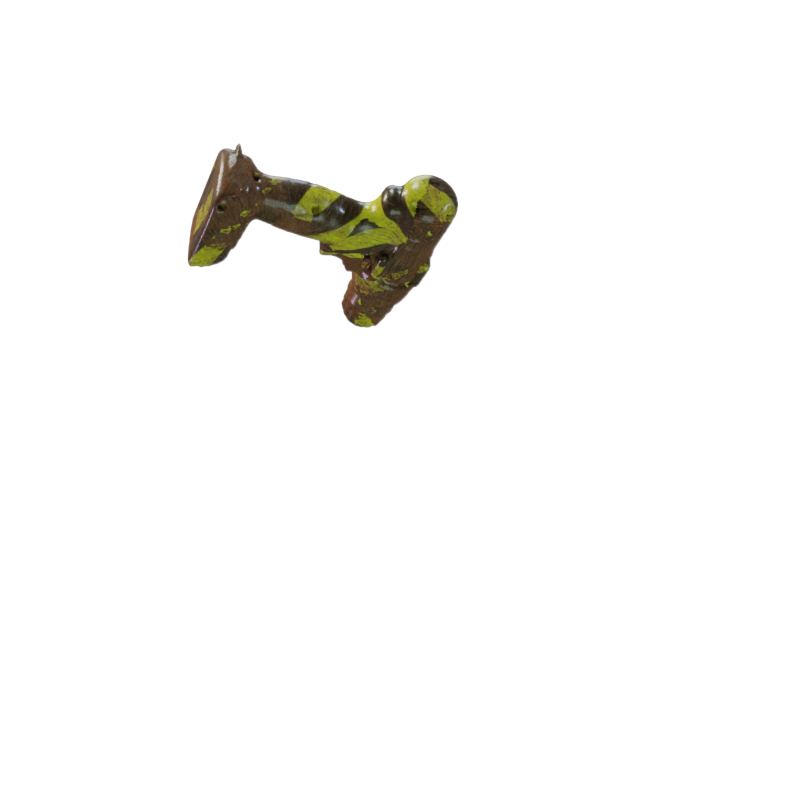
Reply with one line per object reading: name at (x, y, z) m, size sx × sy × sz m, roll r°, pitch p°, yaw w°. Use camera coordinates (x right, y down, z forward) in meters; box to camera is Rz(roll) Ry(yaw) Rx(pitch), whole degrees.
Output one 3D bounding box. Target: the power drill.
power drill at (-0.069, -0.125, 0.875) m, size 0.183 × 0.061 × 0.177 m, roll 10°, pitch -33°, yaw -16°
